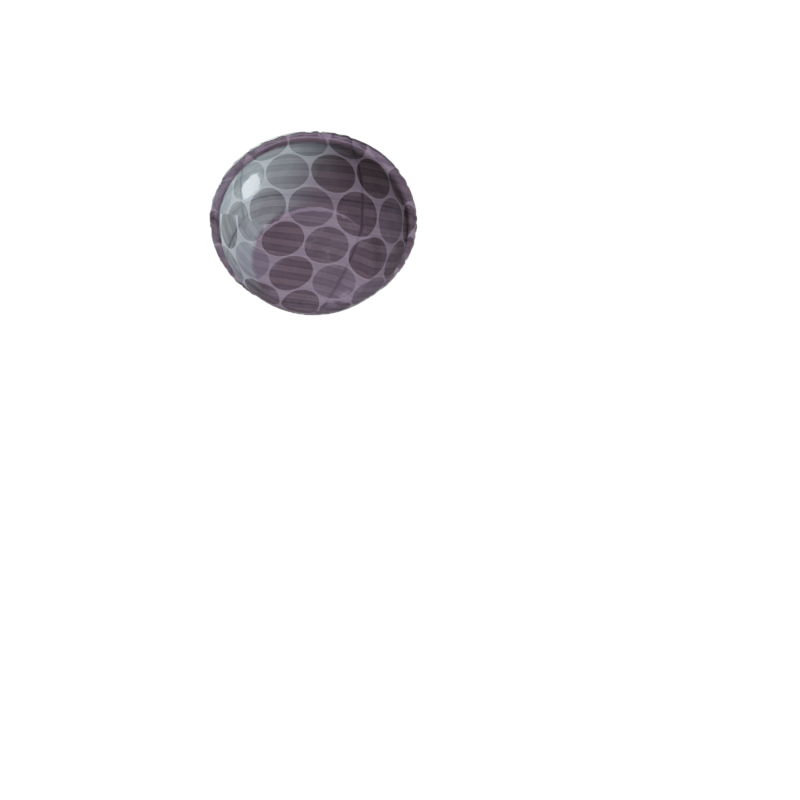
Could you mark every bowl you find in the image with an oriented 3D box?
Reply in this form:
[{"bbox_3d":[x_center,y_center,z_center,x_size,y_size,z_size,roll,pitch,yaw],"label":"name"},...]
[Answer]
[{"bbox_3d":[-0.066,-0.120,0.841,0.162,0.152,0.059,1,33,-1],"label":"bowl"}]
